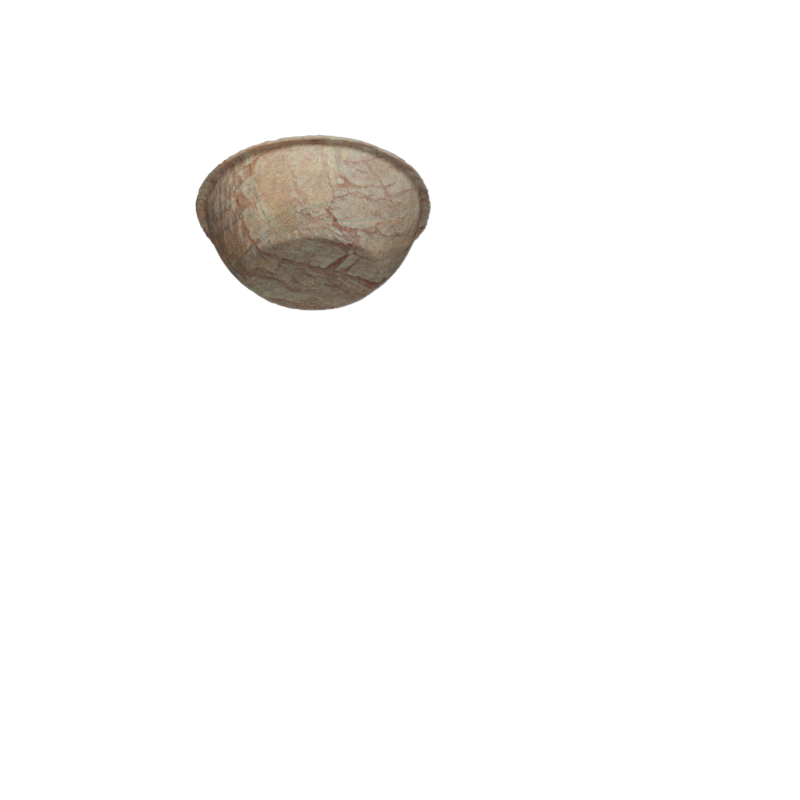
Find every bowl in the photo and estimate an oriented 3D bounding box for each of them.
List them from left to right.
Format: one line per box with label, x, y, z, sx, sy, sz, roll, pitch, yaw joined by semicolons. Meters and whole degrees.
bowl;-0.059;-0.107;0.747;0.162;0.059;0.152;1;-29;-2
